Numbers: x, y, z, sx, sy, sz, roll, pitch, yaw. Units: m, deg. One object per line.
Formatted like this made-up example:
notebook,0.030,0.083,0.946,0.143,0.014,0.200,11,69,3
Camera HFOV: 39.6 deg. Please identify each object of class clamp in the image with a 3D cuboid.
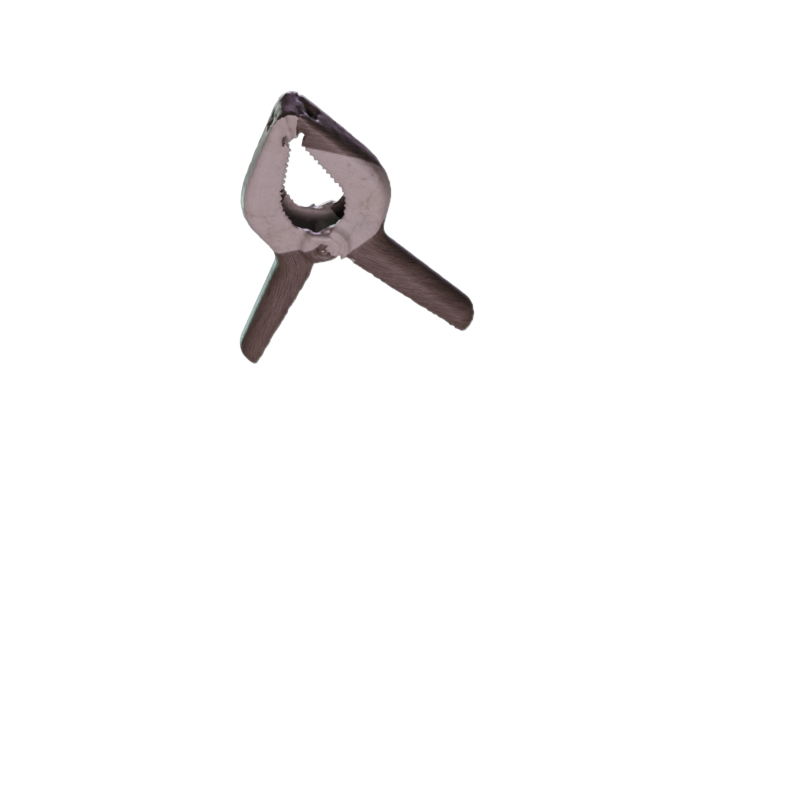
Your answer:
clamp,-0.056,-0.103,0.721,0.166,0.194,0.039,-14,42,13
